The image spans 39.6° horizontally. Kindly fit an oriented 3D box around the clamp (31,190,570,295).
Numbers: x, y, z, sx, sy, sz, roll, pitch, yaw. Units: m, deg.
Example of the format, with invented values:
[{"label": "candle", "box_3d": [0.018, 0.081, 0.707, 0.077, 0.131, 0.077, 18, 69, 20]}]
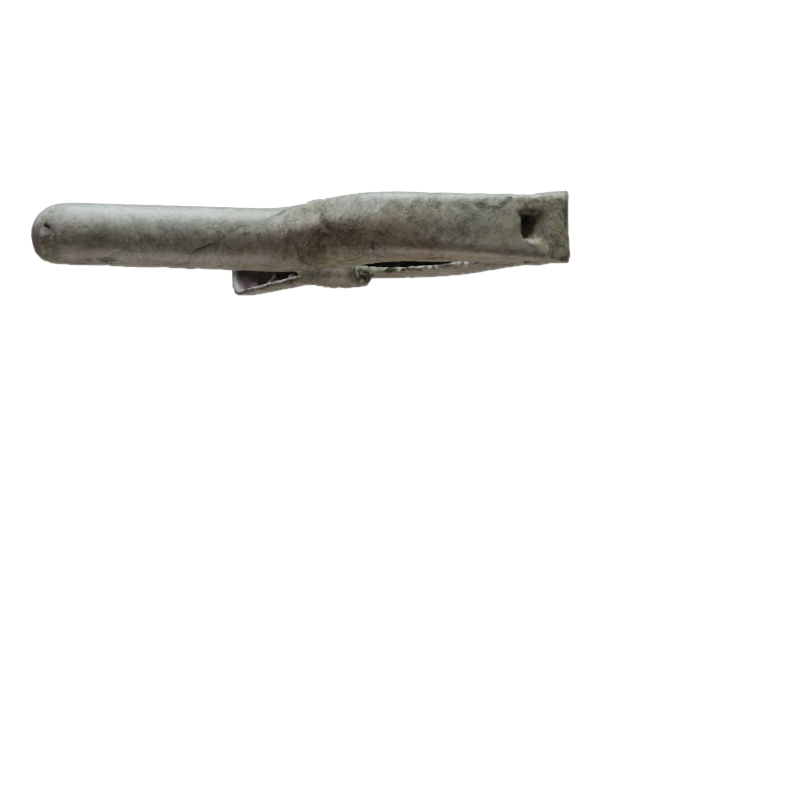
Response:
[{"label": "clamp", "box_3d": [-0.037, -0.067, 0.468, 0.217, 0.037, 0.158, 0, 0, 33]}]
